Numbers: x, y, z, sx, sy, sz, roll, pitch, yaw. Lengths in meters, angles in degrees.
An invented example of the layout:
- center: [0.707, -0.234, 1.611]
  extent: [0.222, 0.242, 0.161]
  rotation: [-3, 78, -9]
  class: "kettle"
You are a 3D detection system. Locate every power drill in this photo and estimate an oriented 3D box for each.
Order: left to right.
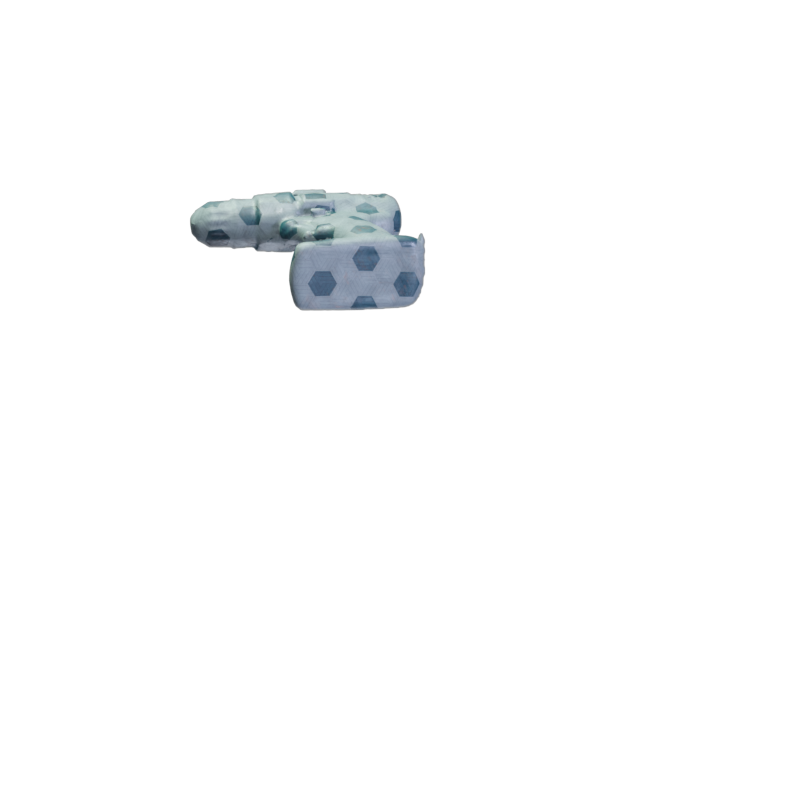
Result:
- center: [-0.070, -0.128, 0.899]
  extent: [0.182, 0.055, 0.199]
  rotation: [-6, 25, -13]
  class: "power drill"
